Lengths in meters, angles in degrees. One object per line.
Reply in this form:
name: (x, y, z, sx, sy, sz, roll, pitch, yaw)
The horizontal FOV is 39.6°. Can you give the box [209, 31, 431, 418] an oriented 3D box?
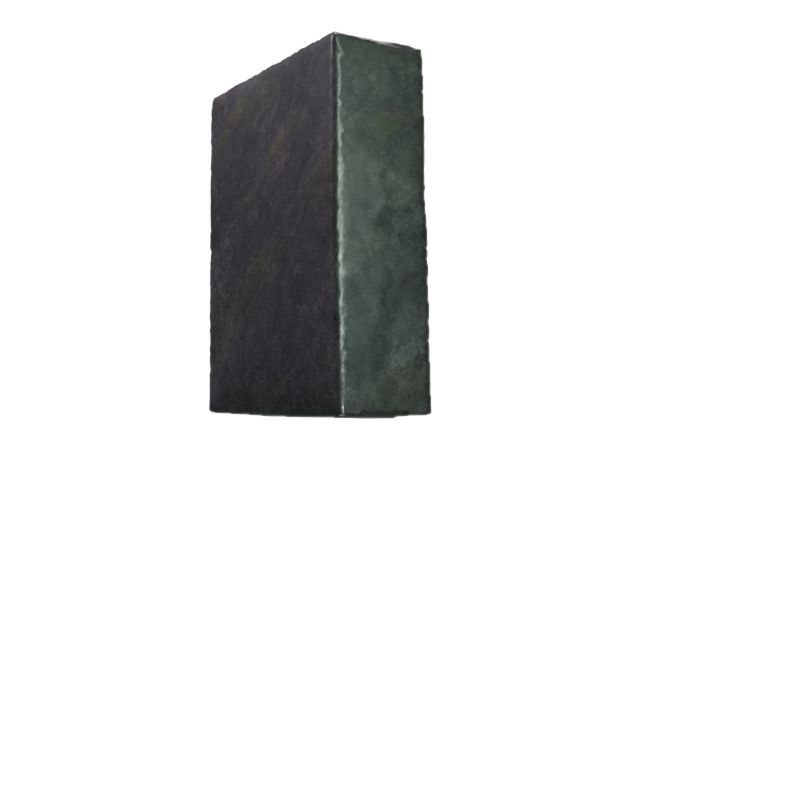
box: (-0.054, -0.098, 0.684, 0.069, 0.218, 0.168, 4, -7, -33)
